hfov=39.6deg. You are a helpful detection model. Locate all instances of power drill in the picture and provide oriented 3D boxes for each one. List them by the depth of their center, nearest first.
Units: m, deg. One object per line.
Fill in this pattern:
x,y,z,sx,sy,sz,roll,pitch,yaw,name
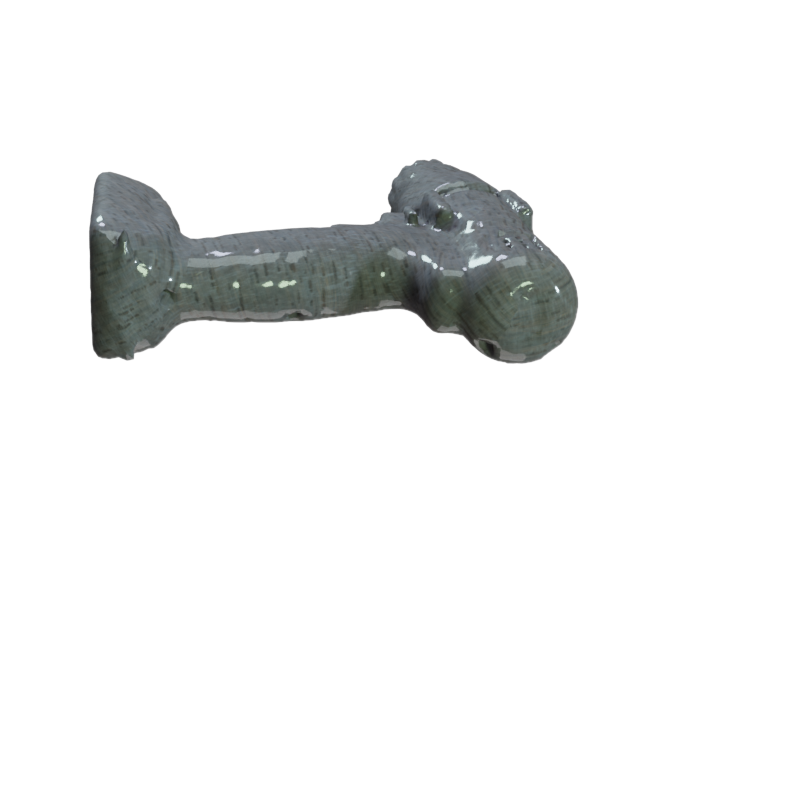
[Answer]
-0.037,-0.068,0.478,0.186,0.055,0.195,-4,23,-9,power drill
